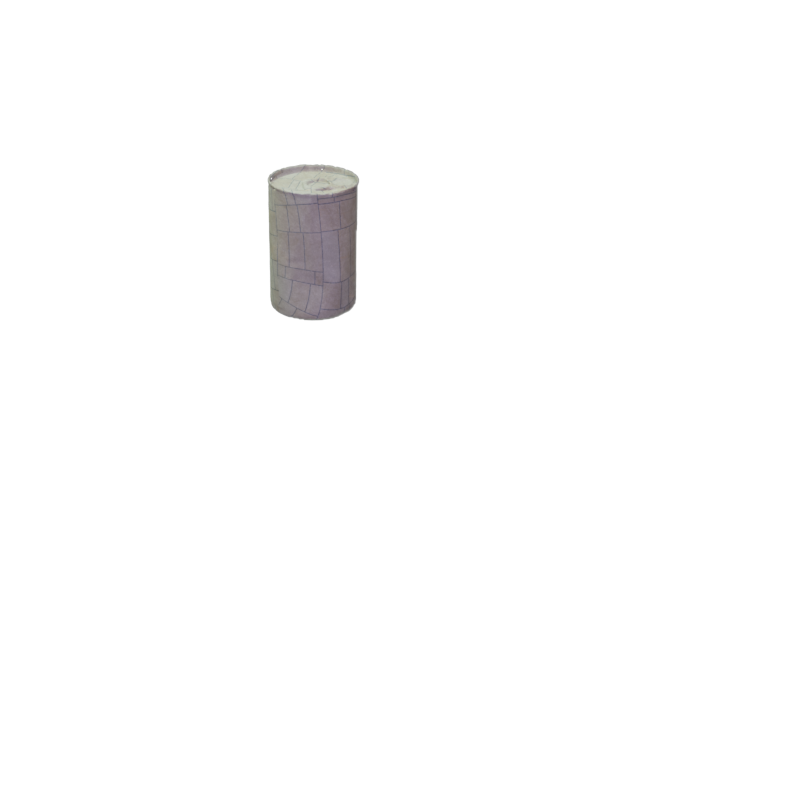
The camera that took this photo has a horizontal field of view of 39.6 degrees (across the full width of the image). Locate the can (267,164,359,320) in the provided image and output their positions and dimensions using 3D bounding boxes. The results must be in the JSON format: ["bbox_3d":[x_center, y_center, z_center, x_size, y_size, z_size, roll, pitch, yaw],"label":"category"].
[{"bbox_3d":[-0.066,-0.120,0.840,0.068,0.097,0.072,0,25,-2],"label":"can"}]
